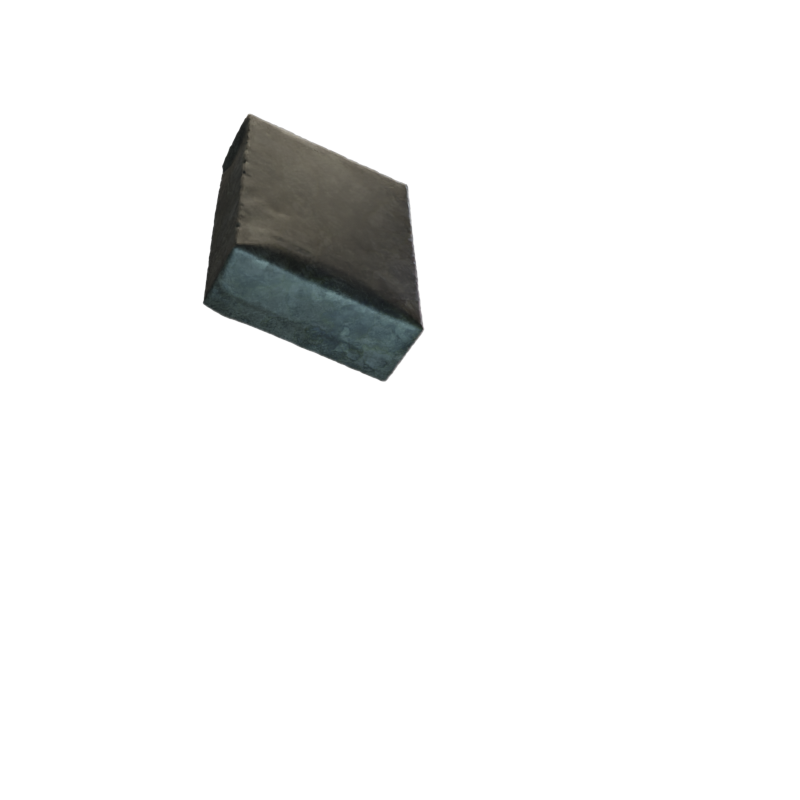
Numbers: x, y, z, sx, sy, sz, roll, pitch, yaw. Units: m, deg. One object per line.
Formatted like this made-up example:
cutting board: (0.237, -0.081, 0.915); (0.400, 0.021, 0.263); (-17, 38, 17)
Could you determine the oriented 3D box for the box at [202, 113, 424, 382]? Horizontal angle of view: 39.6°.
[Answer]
box: (-0.072, -0.132, 0.924); (0.159, 0.069, 0.229); (21, 34, -18)
